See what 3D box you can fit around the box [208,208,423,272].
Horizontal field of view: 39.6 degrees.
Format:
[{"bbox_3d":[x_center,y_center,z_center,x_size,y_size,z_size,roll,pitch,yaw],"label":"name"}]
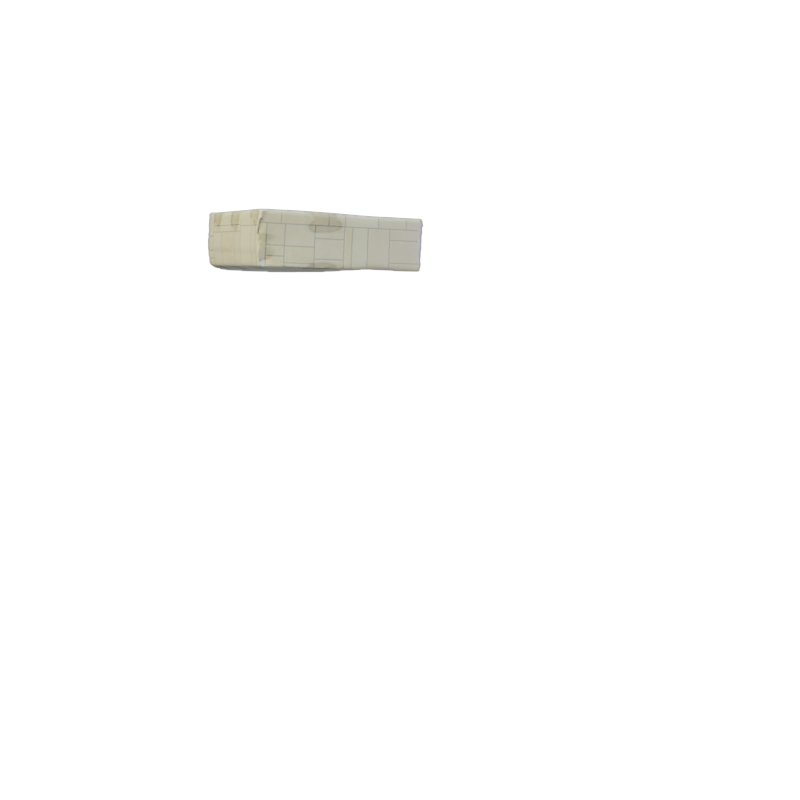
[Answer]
[{"bbox_3d":[-0.055,-0.101,0.708,0.110,0.039,0.093,-3,6,-27],"label":"box"}]
